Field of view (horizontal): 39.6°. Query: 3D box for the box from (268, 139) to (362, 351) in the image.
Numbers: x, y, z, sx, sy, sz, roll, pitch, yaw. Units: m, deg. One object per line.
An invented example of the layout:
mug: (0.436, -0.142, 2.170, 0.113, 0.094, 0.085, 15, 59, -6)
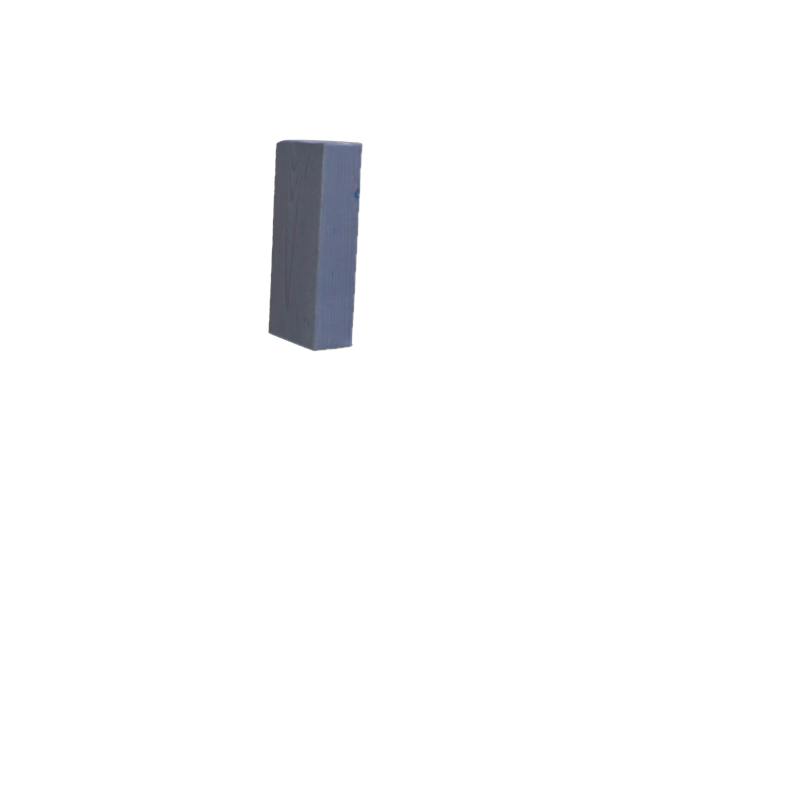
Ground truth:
box: (-0.076, -0.138, 0.964, 0.047, 0.174, 0.098, -3, 8, -31)
